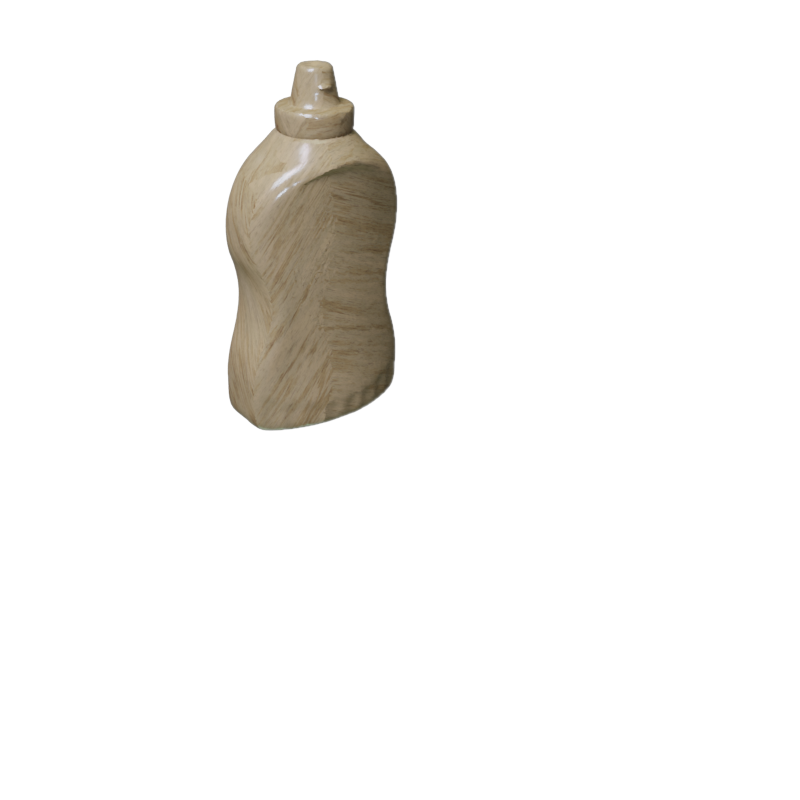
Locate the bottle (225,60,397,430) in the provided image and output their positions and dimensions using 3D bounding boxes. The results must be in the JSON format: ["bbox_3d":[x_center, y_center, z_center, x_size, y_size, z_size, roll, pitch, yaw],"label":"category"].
[{"bbox_3d":[-0.046,-0.084,0.588,0.094,0.182,0.062,-14,28,-32],"label":"bottle"}]
